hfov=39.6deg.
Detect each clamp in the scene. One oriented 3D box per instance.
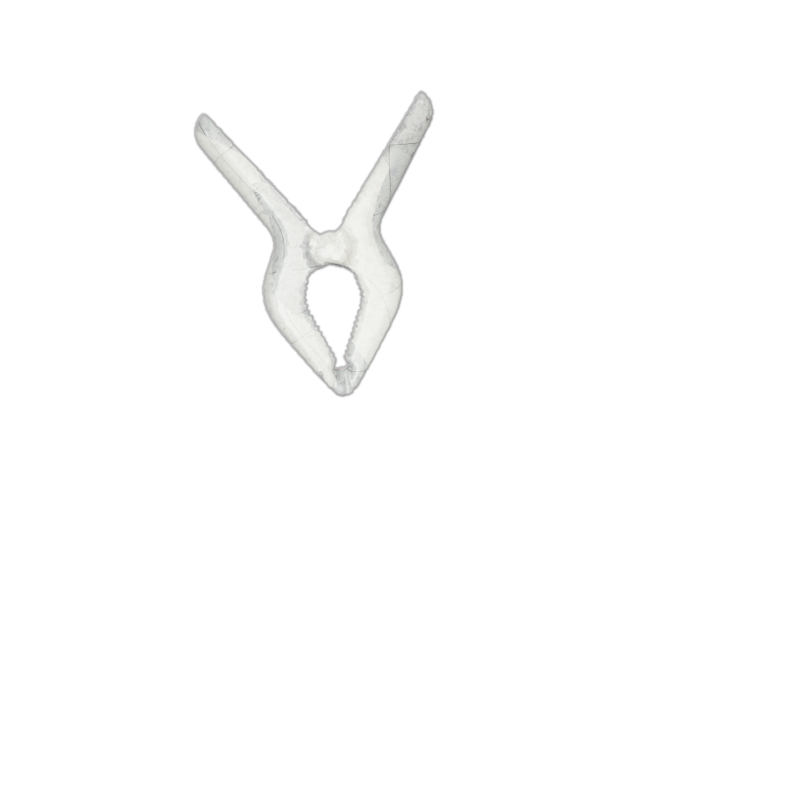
[{"bbox_3d":[-0.060,-0.109,0.764,0.164,0.212,0.036,0,-3,0],"label":"clamp"}]
